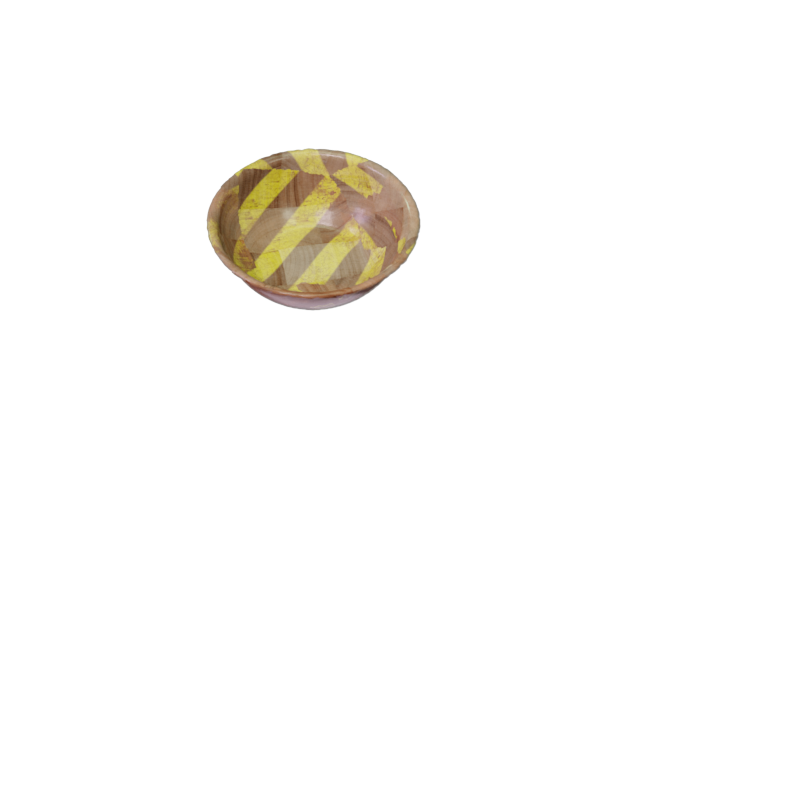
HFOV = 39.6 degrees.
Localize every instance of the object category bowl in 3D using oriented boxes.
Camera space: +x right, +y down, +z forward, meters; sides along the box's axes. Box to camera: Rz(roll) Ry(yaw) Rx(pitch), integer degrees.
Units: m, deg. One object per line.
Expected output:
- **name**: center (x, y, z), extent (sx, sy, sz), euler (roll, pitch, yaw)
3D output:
- **bowl**: center (-0.067, -0.122, 0.858), extent (0.162, 0.174, 0.051), euler (-1, -41, -1)
